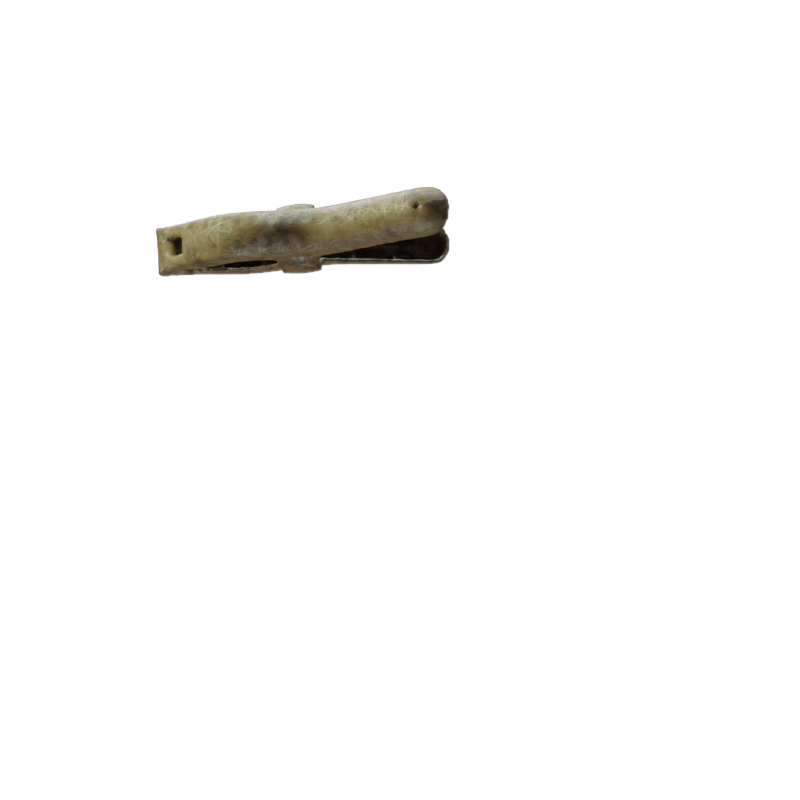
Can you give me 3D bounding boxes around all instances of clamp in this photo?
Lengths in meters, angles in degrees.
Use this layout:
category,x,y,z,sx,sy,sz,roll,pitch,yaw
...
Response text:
category,x,y,z,sx,sy,sz,roll,pitch,yaw
clamp,-0.049,-0.090,0.631,0.174,0.040,0.115,-2,-9,14
